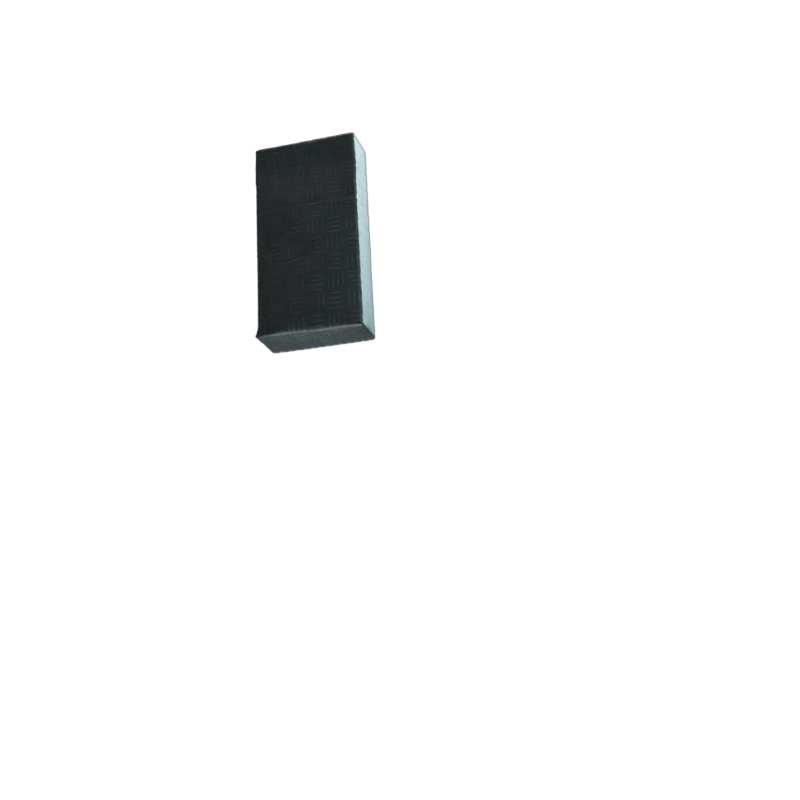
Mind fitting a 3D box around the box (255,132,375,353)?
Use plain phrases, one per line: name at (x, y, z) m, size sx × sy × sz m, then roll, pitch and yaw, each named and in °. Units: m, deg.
box at (-0.073, -0.133, 0.932) m, size 0.095 × 0.186 × 0.045 m, roll -9°, pitch -26°, yaw 15°
